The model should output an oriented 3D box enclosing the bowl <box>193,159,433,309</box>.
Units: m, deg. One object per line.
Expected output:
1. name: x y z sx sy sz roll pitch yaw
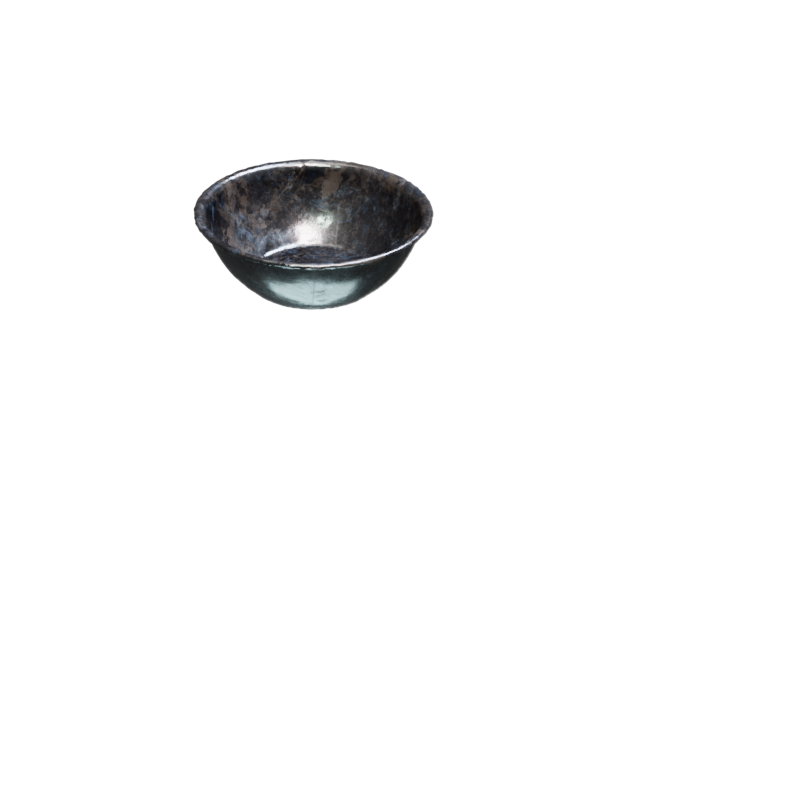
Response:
1. bowl: -0.059 -0.108 0.760 0.162 0.052 0.173 -1 33 -2
